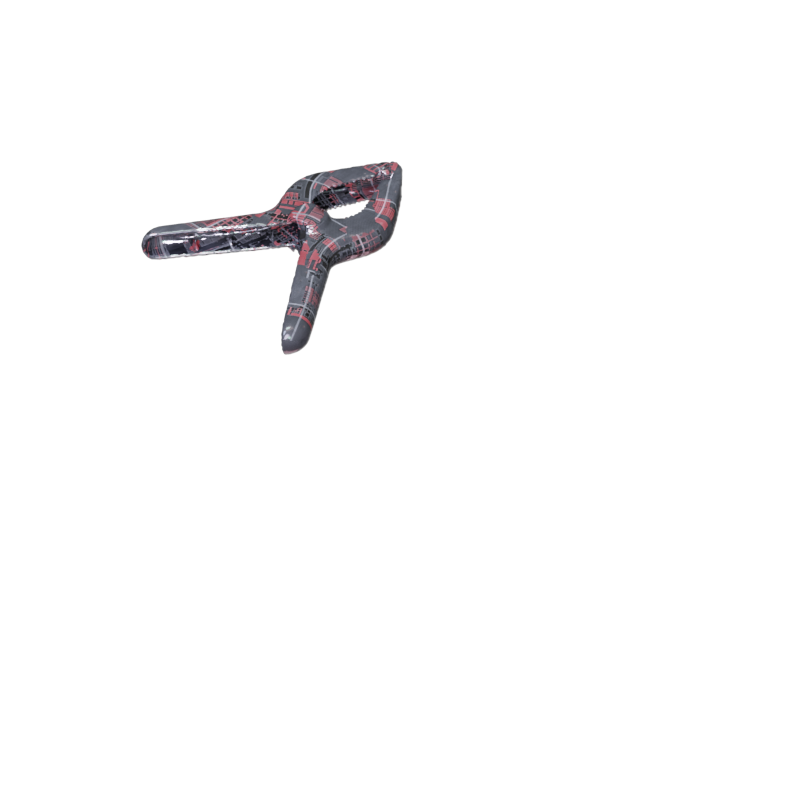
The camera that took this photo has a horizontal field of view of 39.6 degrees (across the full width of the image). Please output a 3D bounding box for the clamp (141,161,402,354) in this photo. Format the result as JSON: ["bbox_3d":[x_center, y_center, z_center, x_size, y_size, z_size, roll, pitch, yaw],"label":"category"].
[{"bbox_3d":[-0.065,-0.119,0.834,0.210,0.034,0.177,-30,52,-28],"label":"clamp"}]
